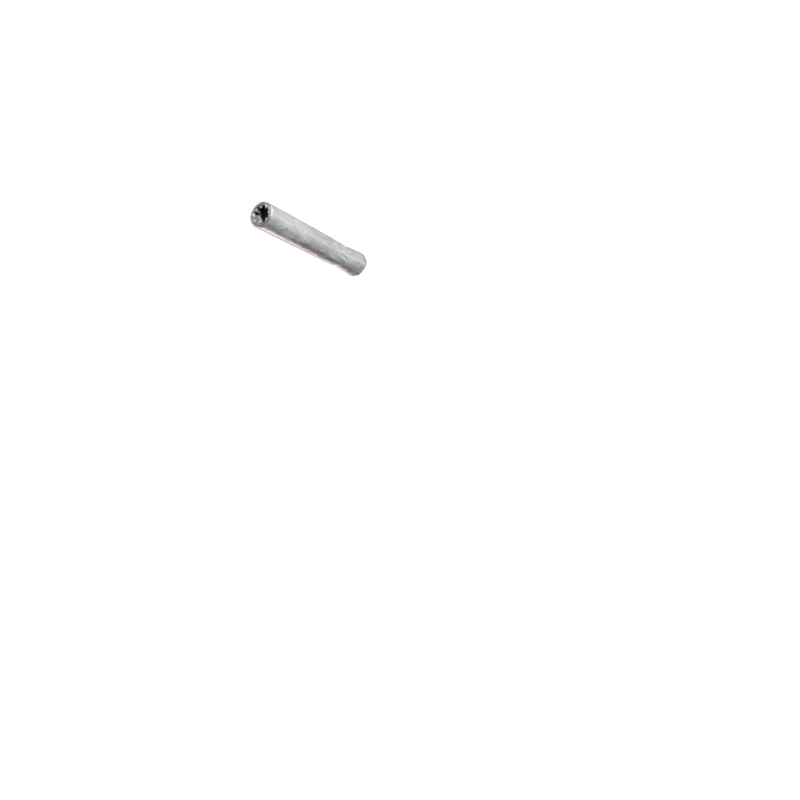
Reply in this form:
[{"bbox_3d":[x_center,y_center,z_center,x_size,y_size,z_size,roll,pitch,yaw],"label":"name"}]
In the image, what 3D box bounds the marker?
[{"bbox_3d":[-0.062,-0.113,0.790,0.020,0.020,0.113,3,-11,36],"label":"marker"}]
